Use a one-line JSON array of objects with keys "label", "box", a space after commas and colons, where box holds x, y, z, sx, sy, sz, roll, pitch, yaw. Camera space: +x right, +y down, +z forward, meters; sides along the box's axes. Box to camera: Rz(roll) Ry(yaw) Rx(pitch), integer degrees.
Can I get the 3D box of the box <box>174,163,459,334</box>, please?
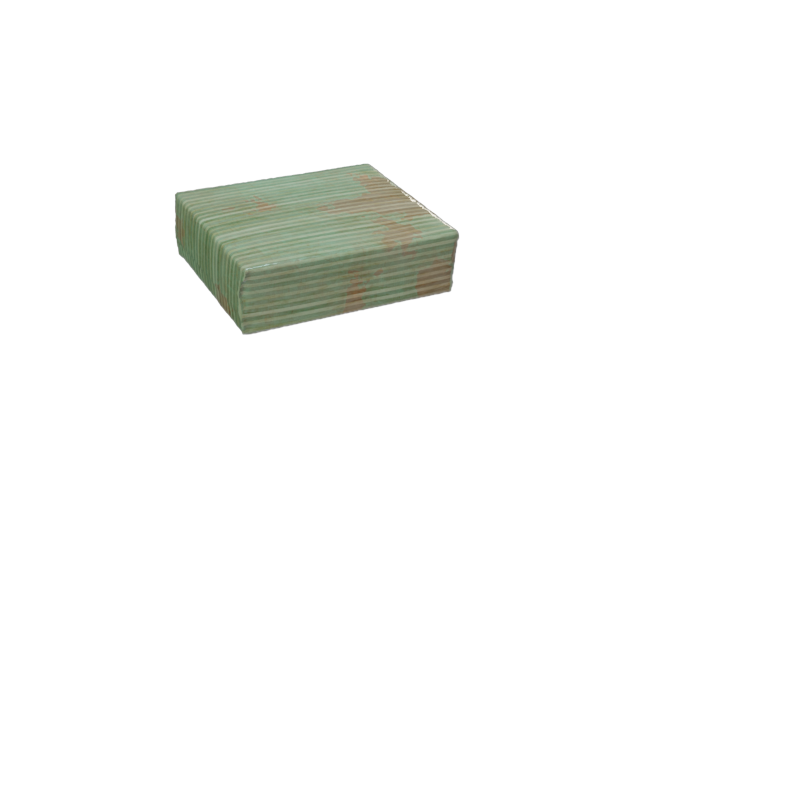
[{"label": "box", "box": [-0.042, -0.077, 0.540, 0.112, 0.037, 0.097, -16, 35, -24]}]
